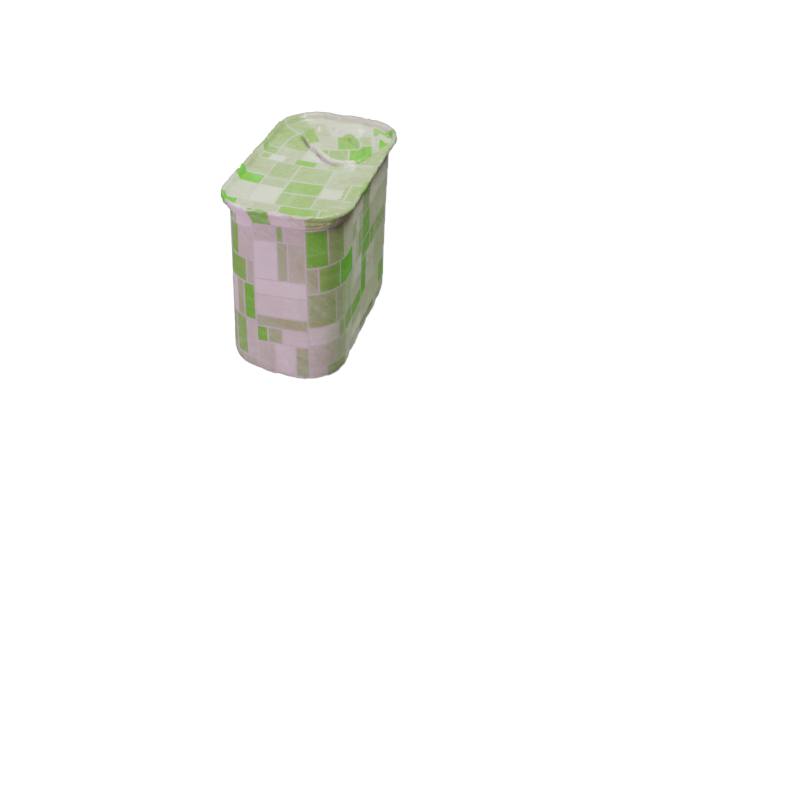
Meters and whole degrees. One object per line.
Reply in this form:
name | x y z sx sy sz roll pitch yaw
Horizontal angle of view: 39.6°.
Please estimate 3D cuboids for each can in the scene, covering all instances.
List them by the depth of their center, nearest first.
can | -0.040 -0.072 0.505 0.059 0.078 0.106 10 36 12
